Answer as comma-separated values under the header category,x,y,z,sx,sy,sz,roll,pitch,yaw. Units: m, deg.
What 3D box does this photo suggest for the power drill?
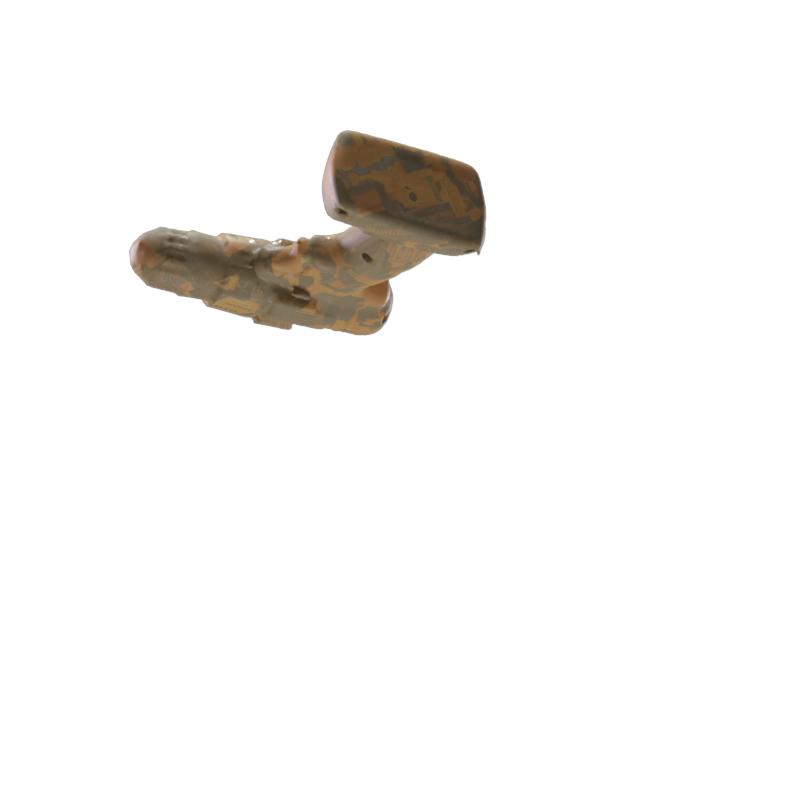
category,x,y,z,sx,sy,sz,roll,pitch,yaw
power drill,-0.053,-0.097,0.678,0.177,0.060,0.187,9,-19,-29
